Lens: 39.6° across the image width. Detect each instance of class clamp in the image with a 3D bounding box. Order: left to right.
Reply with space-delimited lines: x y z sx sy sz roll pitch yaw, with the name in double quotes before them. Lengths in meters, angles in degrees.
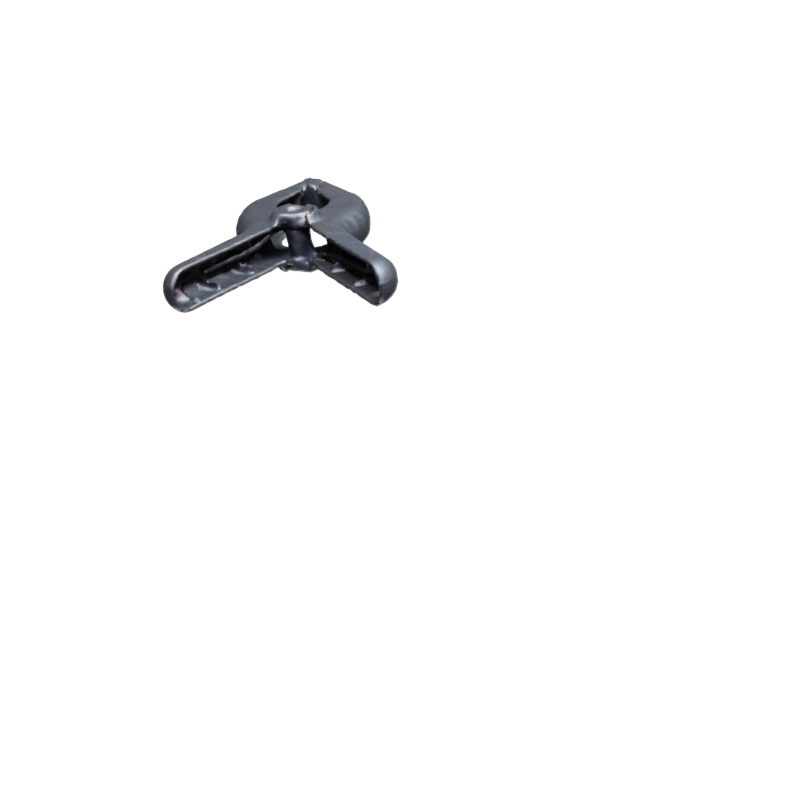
"clamp" -0.049 -0.089 0.626 0.122 0.037 0.178 6 30 11
